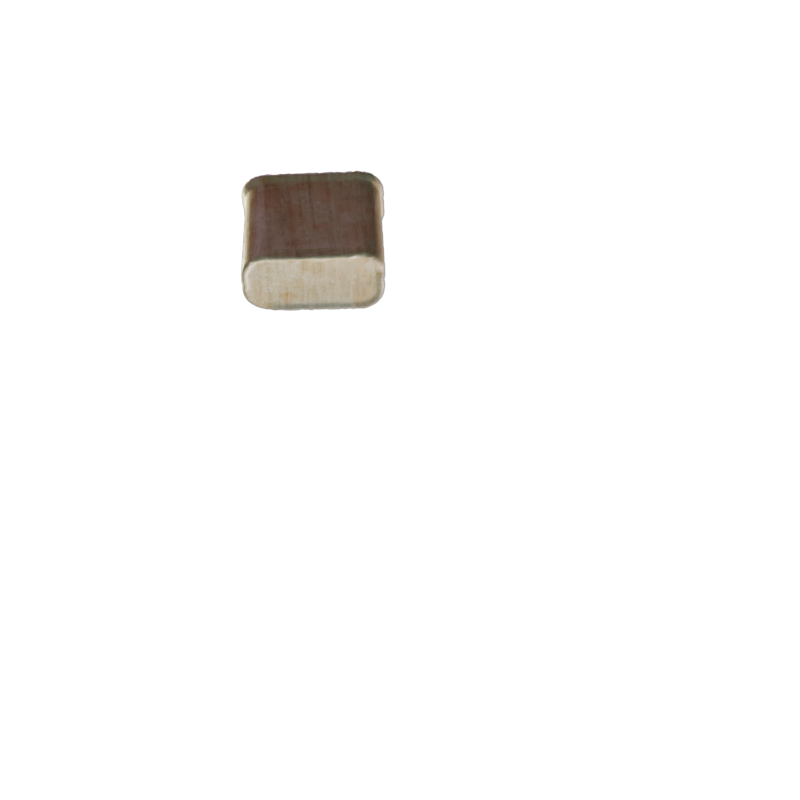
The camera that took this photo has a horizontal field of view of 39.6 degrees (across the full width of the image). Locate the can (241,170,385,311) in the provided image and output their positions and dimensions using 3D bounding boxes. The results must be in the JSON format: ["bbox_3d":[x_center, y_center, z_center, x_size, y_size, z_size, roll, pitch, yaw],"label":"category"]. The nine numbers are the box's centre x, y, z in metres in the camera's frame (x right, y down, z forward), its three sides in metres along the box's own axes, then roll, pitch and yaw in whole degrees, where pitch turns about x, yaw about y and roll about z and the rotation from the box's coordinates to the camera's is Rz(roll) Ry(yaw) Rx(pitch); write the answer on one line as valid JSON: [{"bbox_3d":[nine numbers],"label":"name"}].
[{"bbox_3d":[-0.060,-0.110,0.769,0.102,0.090,0.053,-2,-43,1],"label":"can"}]
